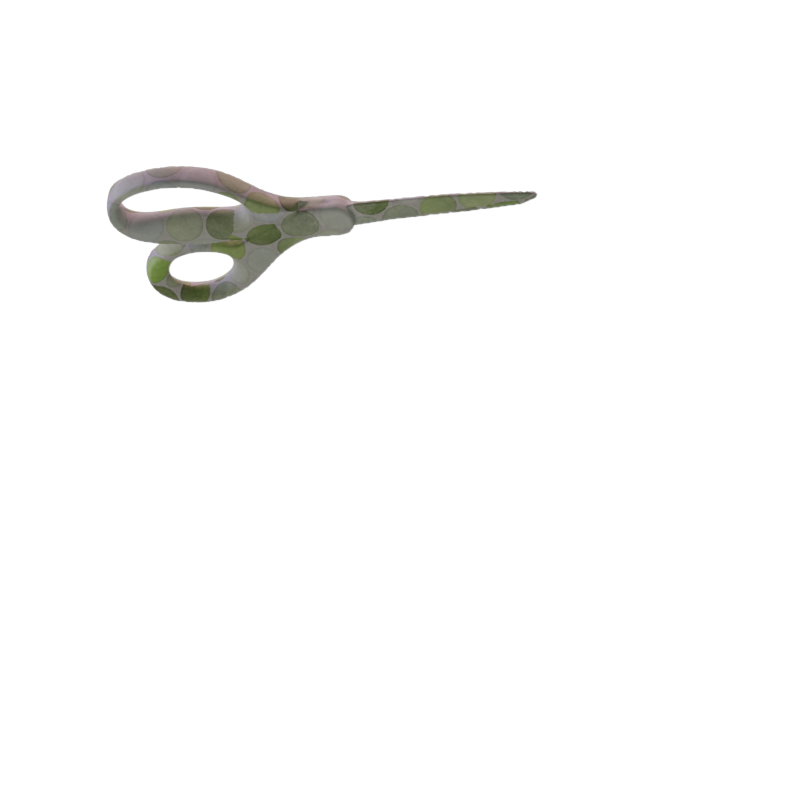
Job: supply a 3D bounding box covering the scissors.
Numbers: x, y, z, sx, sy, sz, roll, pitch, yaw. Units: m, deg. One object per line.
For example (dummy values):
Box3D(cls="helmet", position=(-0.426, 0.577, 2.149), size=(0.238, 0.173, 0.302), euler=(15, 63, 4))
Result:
Box3D(cls="scissors", position=(-0.043, -0.078, 0.547), size=(0.200, 0.017, 0.090), euler=(5, -38, -6))
